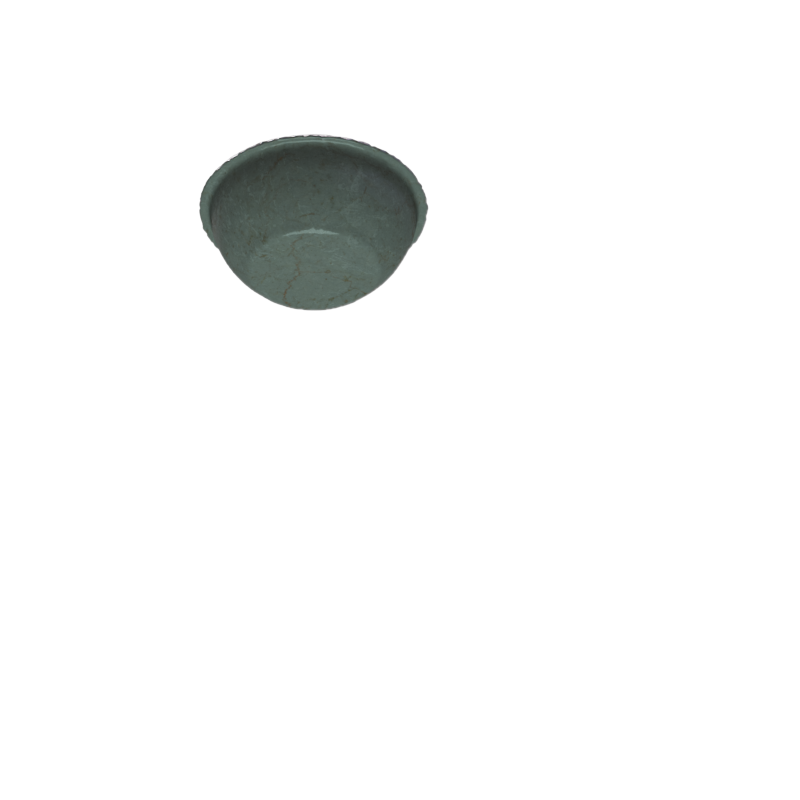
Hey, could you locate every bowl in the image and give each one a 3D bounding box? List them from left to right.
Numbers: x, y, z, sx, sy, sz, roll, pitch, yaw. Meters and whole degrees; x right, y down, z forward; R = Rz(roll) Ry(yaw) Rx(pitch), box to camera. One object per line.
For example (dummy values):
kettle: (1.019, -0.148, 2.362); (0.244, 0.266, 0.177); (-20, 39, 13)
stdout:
bowl: (-0.060, -0.110, 0.771); (0.162, 0.059, 0.152); (1, -33, -2)
